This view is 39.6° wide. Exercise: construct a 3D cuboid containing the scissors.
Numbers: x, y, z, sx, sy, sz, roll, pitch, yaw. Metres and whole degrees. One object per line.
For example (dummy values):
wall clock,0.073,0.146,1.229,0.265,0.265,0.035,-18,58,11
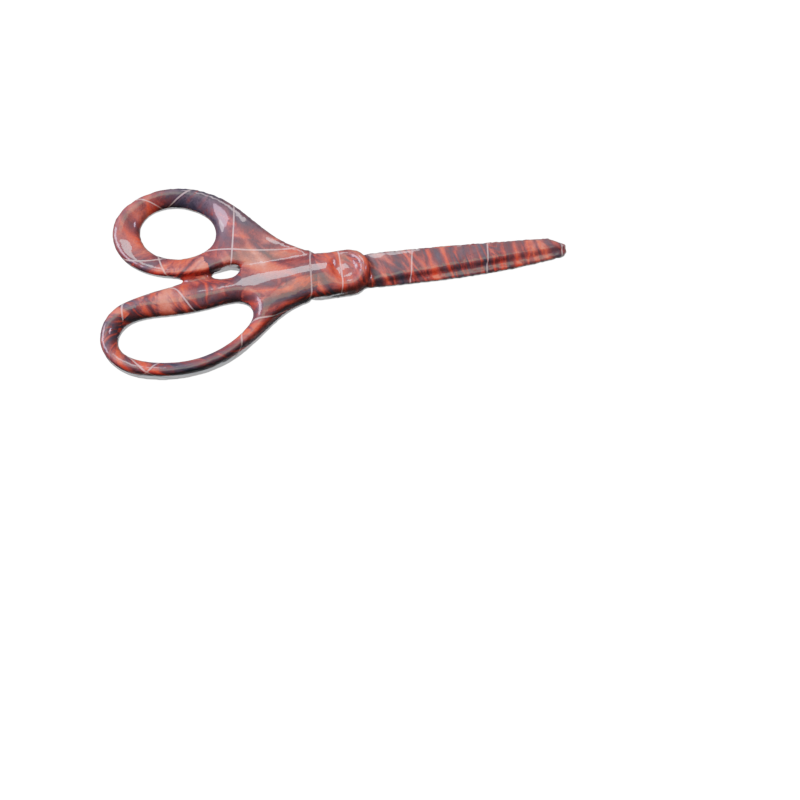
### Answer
scissors,-0.038,-0.070,0.487,0.201,0.102,0.015,-22,-24,-10
